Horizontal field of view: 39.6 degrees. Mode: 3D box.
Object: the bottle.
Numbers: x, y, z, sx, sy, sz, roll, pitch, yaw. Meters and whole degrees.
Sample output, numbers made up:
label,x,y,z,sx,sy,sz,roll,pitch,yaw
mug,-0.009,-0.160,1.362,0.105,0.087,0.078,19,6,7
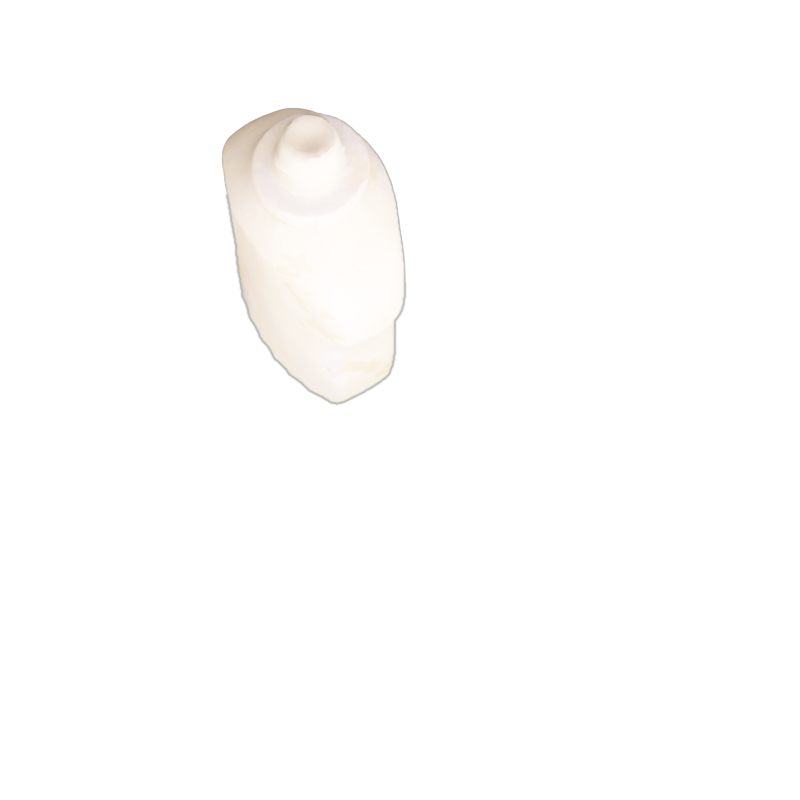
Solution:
label,x,y,z,sx,sy,sz,roll,pitch,yaw
bottle,-0.036,-0.064,0.449,0.058,0.100,0.184,-27,-12,-10
